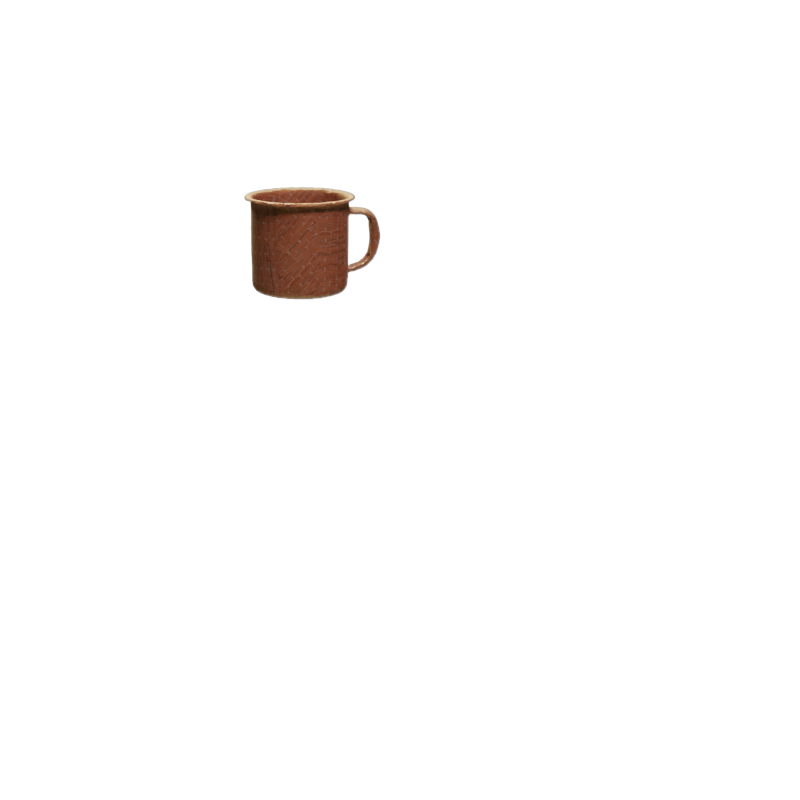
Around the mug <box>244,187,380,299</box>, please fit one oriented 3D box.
[{"bbox_3d":[-0.074,-0.134,0.940,0.115,0.079,0.098,-6,17,-19],"label":"mug"}]
